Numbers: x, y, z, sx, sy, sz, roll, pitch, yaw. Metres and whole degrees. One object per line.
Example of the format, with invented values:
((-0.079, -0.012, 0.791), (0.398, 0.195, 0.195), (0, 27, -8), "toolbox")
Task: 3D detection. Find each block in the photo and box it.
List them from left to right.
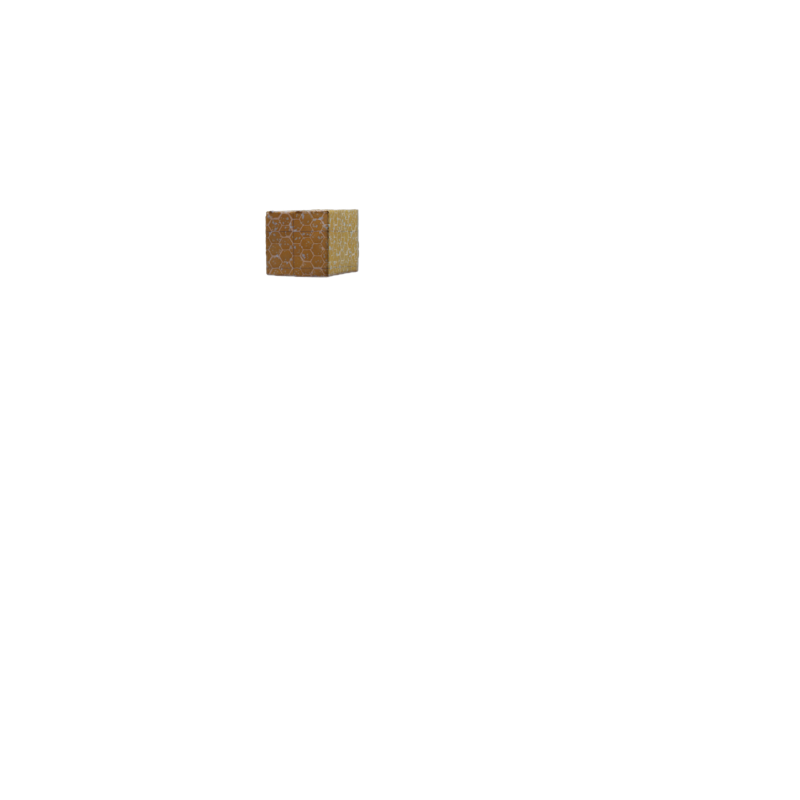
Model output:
((-0.069, -0.125, 0.875), (0.054, 0.051, 0.077), (2, 8, 17), "block")
